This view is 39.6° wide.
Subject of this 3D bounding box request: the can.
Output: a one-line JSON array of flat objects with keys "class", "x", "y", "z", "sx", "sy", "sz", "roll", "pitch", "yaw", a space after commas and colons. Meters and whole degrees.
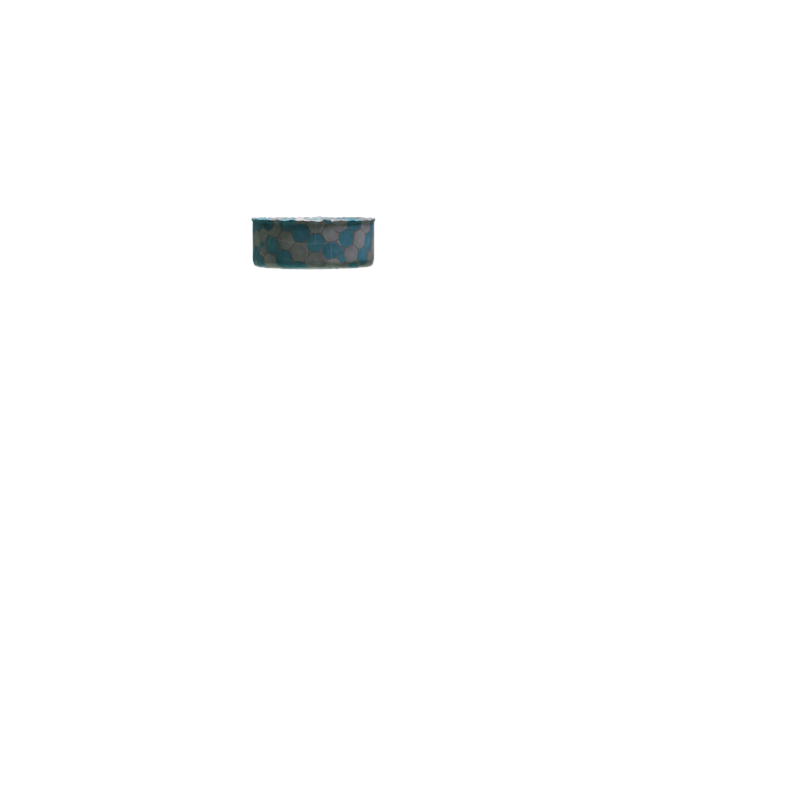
[{"class": "can", "x": -0.060, "y": -0.110, "z": 0.767, "sx": 0.086, "sy": 0.033, "sz": 0.087, "roll": 0, "pitch": 9, "yaw": -2}]
